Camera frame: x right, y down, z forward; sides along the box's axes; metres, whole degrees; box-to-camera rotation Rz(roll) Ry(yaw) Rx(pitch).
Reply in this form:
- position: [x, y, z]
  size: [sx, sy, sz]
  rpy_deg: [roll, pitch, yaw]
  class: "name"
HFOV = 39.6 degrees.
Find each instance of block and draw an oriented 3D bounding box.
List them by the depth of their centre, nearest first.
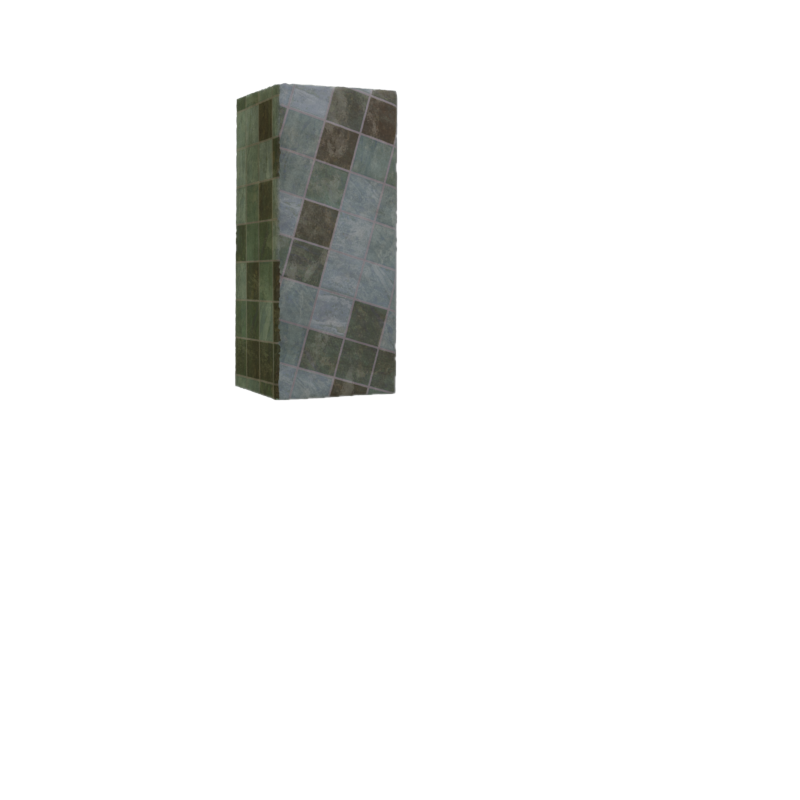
- position: [-0.060, -0.110, 0.772]
  size: [0.087, 0.206, 0.093]
  rpy_deg: [0, 1, -25]
  class: "block"
